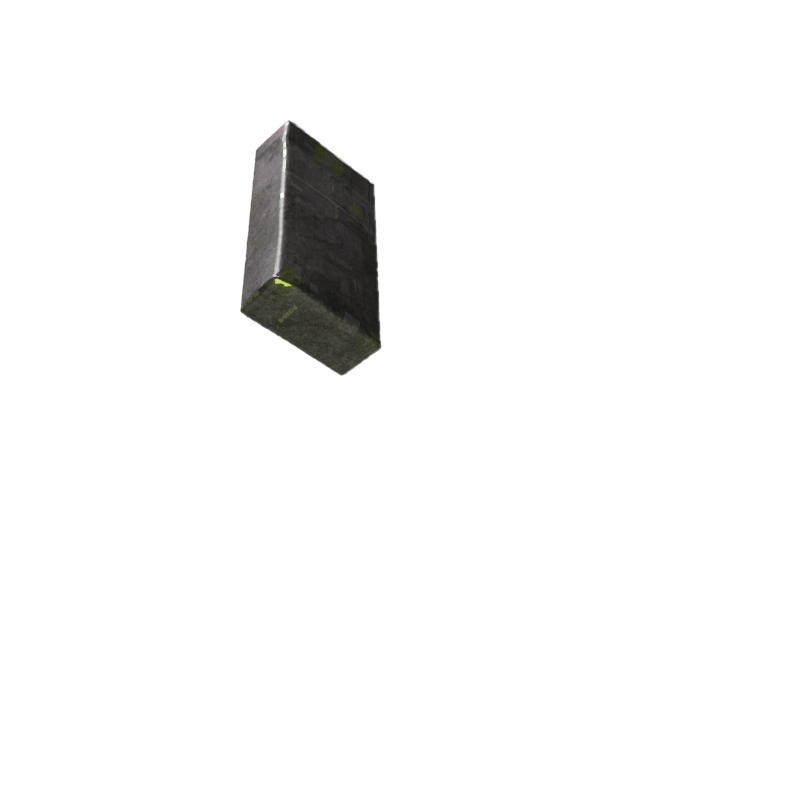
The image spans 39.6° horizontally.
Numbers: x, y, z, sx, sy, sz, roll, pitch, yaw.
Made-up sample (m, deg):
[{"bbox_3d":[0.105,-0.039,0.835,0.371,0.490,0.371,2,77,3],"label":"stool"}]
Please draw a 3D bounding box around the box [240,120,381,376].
[{"bbox_3d":[-0.061,-0.111,0.781,0.088,0.189,0.047,33,-57,-29],"label":"box"}]
